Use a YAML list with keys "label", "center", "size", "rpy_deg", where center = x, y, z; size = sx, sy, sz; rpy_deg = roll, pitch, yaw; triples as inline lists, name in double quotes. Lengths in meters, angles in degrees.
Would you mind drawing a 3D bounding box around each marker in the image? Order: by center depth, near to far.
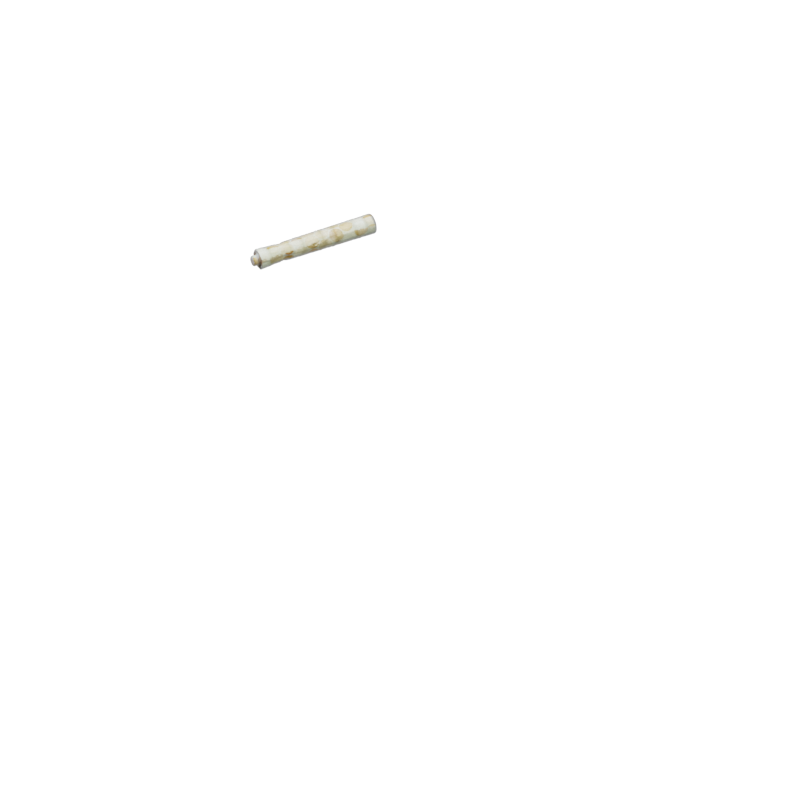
- label: "marker"
  center: [-0.078, -0.143, 0.999]
  size: [0.120, 0.019, 0.020]
  rpy_deg: [-21, 12, -20]
